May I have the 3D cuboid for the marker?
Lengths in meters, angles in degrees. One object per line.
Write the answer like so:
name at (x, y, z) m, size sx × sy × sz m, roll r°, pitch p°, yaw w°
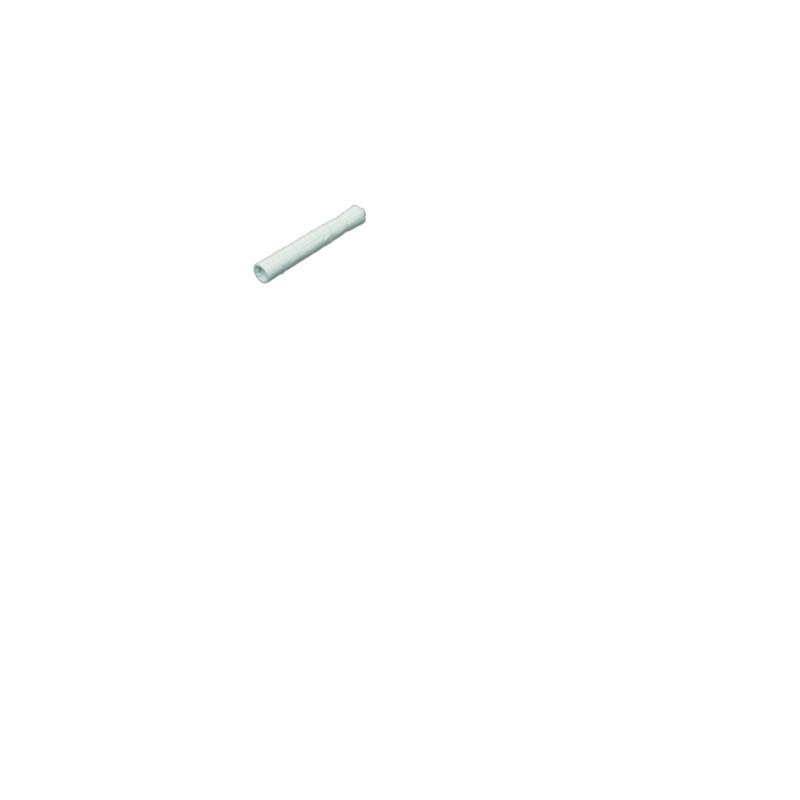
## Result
marker at (-0.074, -0.134, 0.939) m, size 0.122 × 0.019 × 0.021 m, roll -37°, pitch 25°, yaw -33°
